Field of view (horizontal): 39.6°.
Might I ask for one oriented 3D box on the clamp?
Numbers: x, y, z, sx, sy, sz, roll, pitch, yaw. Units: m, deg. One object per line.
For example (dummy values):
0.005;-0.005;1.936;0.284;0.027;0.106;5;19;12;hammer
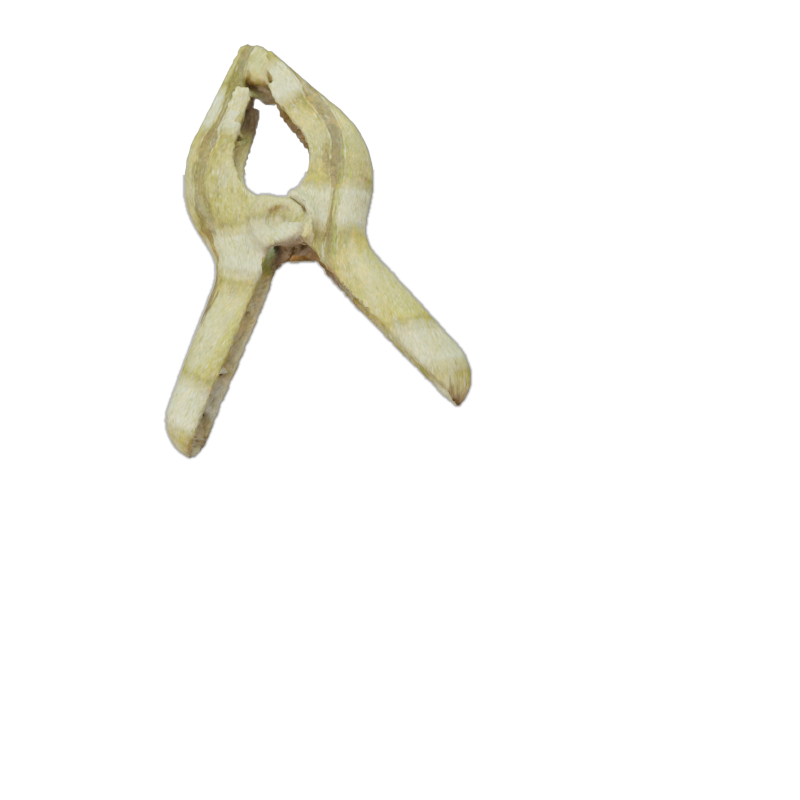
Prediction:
-0.036;-0.065;0.454;0.120;0.177;0.038;-2;-14;-1;clamp
